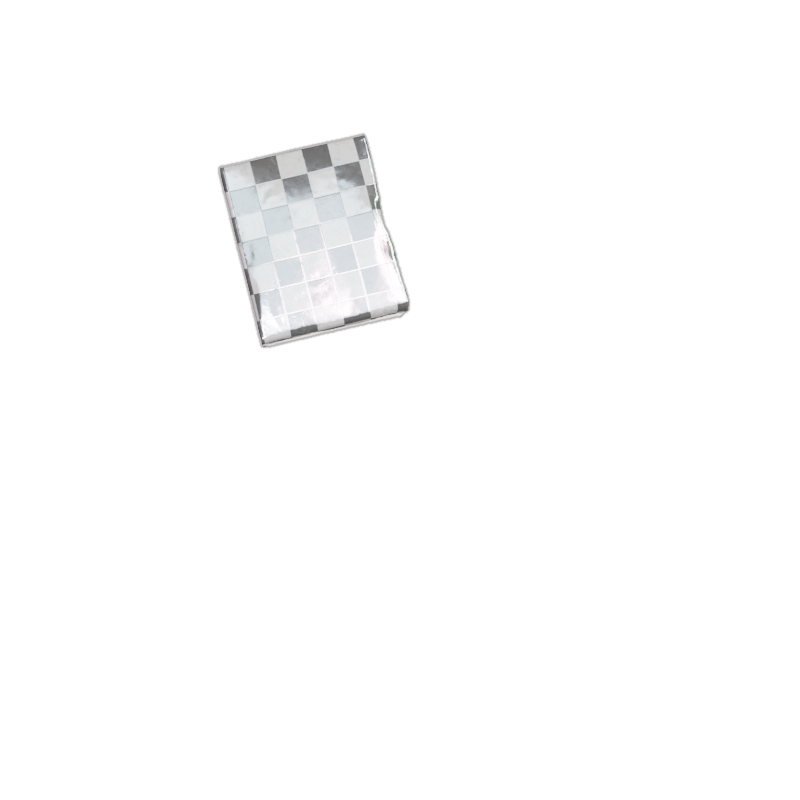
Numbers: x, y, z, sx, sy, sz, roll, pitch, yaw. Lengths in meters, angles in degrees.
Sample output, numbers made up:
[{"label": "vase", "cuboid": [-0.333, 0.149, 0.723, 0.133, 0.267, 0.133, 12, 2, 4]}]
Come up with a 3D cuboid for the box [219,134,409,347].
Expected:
[{"label": "box", "cuboid": [-0.042, -0.076, 0.535, 0.073, 0.092, 0.029, -14, -10, -3]}]
